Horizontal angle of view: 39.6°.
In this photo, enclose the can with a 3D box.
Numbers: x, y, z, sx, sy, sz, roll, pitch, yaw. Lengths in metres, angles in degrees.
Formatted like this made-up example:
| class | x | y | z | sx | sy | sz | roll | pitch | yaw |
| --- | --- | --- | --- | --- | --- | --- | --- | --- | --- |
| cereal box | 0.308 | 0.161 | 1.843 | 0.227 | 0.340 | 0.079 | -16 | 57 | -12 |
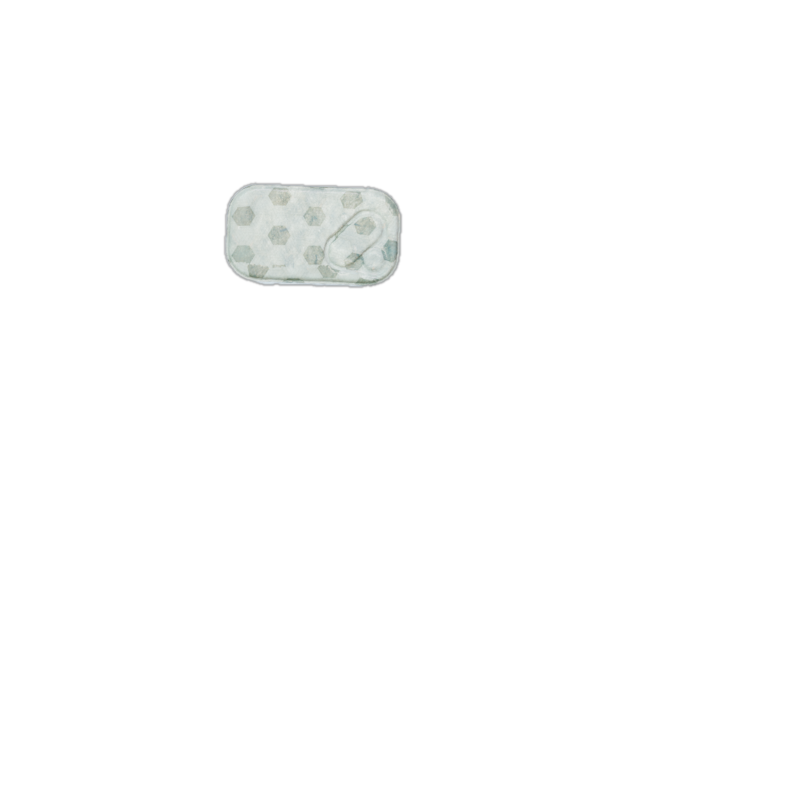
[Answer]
| class | x | y | z | sx | sy | sz | roll | pitch | yaw |
| --- | --- | --- | --- | --- | --- | --- | --- | --- | --- |
| can | -0.053 | -0.098 | 0.684 | 0.102 | 0.058 | 0.083 | 2 | 0 | -2 |
